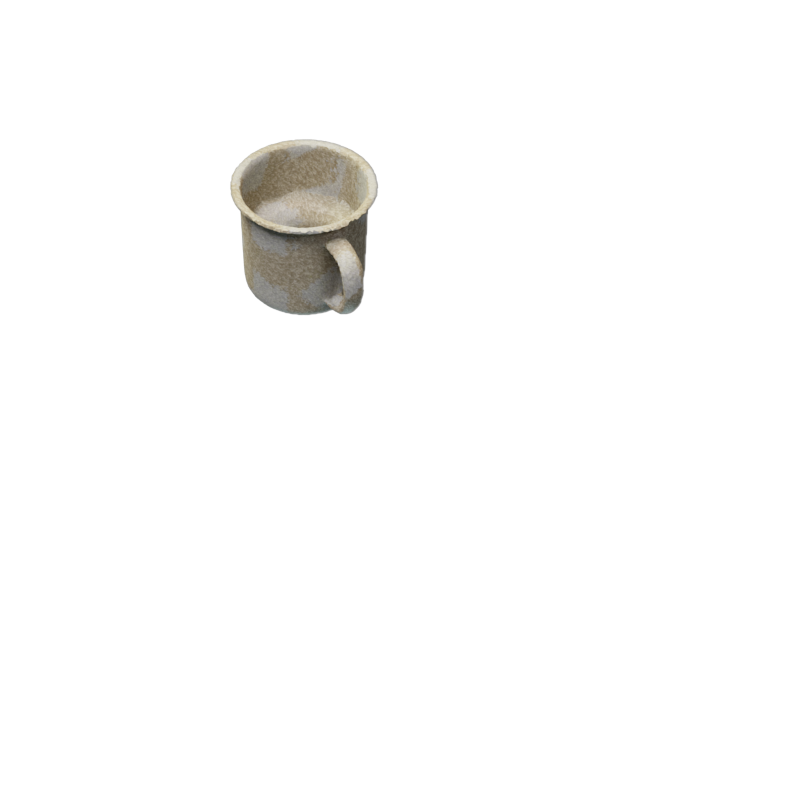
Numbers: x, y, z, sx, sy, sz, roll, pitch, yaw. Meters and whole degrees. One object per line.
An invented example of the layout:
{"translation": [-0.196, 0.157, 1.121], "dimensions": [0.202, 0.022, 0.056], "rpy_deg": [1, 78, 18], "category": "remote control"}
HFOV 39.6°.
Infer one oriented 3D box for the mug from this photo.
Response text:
{"translation": [-0.056, -0.102, 0.715], "dimensions": [0.092, 0.076, 0.126], "rpy_deg": [-23, 51, -22], "category": "mug"}
